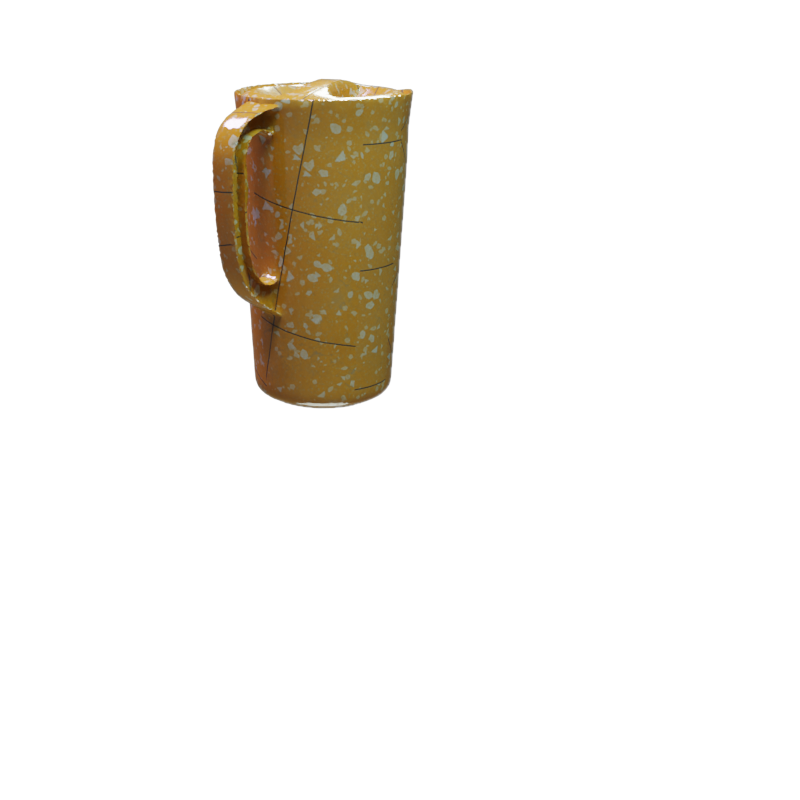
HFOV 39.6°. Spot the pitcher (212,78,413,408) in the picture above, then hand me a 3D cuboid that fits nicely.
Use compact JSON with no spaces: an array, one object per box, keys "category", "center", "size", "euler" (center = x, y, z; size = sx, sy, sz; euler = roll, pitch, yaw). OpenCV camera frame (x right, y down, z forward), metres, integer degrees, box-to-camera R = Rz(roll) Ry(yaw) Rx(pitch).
[{"category":"pitcher","center":[-0.066,-0.121,0.845],"size":[0.148,0.235,0.151],"euler":[-1,15,-6]}]
